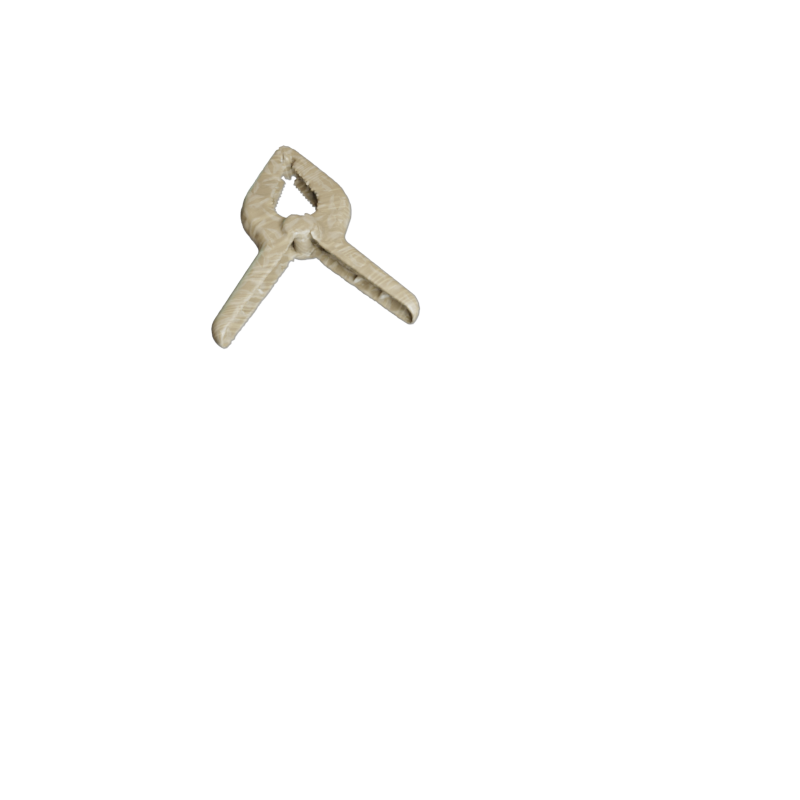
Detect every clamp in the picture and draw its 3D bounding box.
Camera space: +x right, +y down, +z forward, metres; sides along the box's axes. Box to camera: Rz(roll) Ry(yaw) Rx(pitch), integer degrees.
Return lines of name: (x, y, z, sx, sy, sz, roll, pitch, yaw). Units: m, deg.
clamp: (-0.073, -0.133, 0.929, 0.164, 0.226, 0.034, -3, -39, -2)
